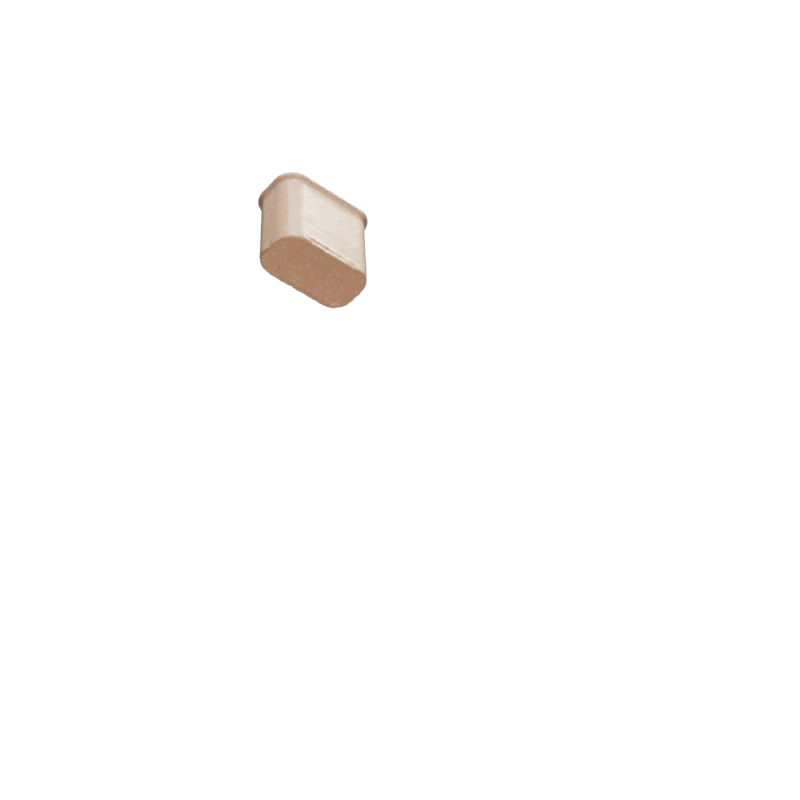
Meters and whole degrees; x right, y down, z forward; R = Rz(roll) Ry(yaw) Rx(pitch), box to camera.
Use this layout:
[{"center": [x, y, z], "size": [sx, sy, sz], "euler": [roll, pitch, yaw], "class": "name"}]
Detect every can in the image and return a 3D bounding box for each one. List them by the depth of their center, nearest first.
[{"center": [-0.077, -0.140, 0.983], "size": [0.096, 0.090, 0.056], "euler": [29, -52, -28], "class": "can"}]
